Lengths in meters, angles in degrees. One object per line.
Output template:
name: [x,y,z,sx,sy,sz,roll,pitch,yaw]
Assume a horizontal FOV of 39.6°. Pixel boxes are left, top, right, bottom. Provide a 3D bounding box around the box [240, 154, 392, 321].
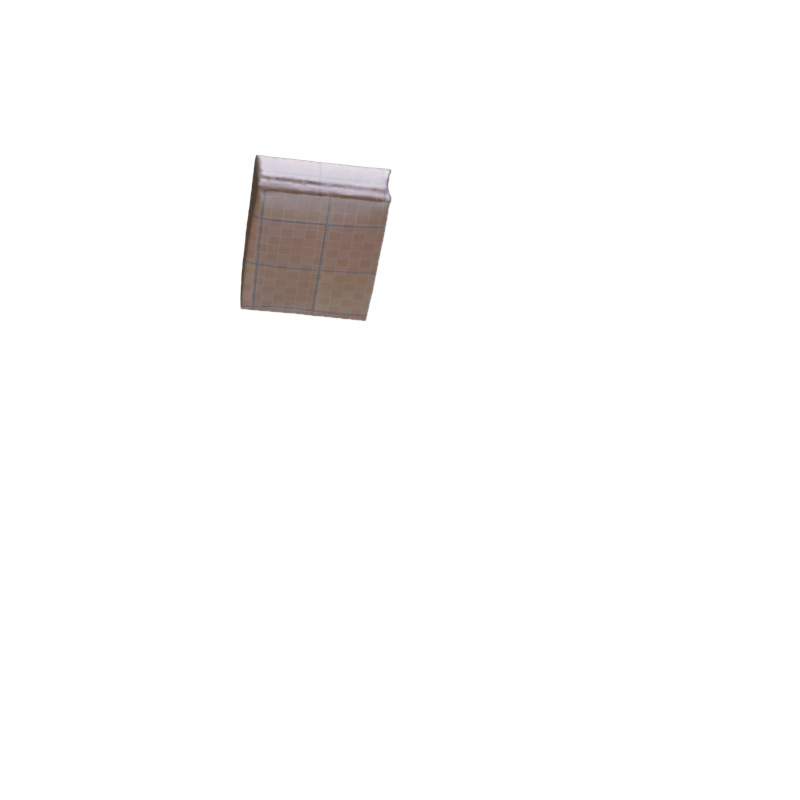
box: [-0.058,-0.106,0.741,0.089,0.042,0.107,6,-43,-7]
